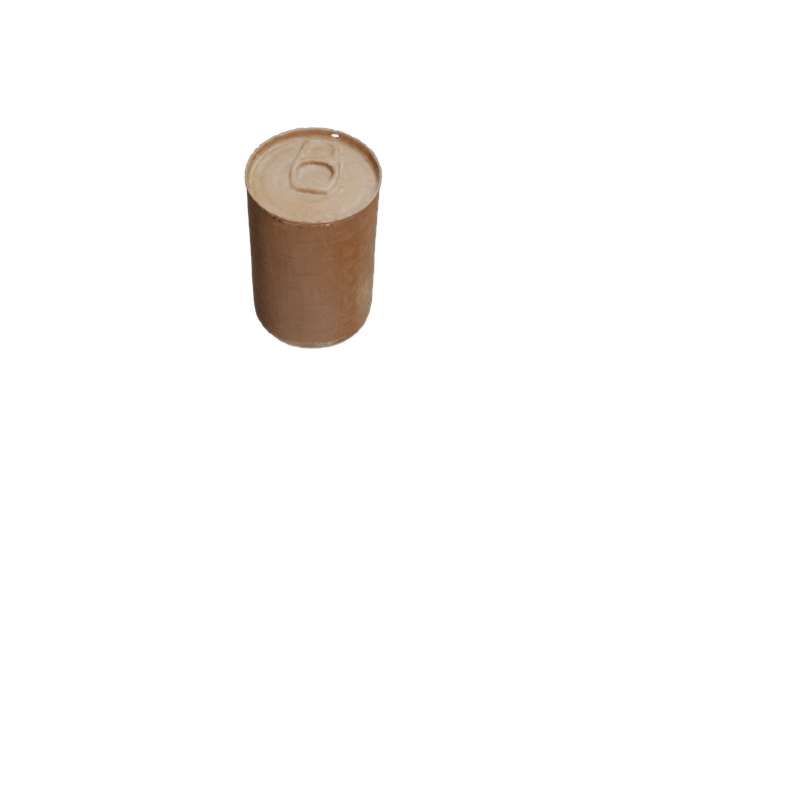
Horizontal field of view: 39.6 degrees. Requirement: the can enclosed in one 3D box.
[{"bbox_3d":[-0.046,-0.083,0.582,0.068,0.073,0.095,0,-38,-3],"label":"can"}]
